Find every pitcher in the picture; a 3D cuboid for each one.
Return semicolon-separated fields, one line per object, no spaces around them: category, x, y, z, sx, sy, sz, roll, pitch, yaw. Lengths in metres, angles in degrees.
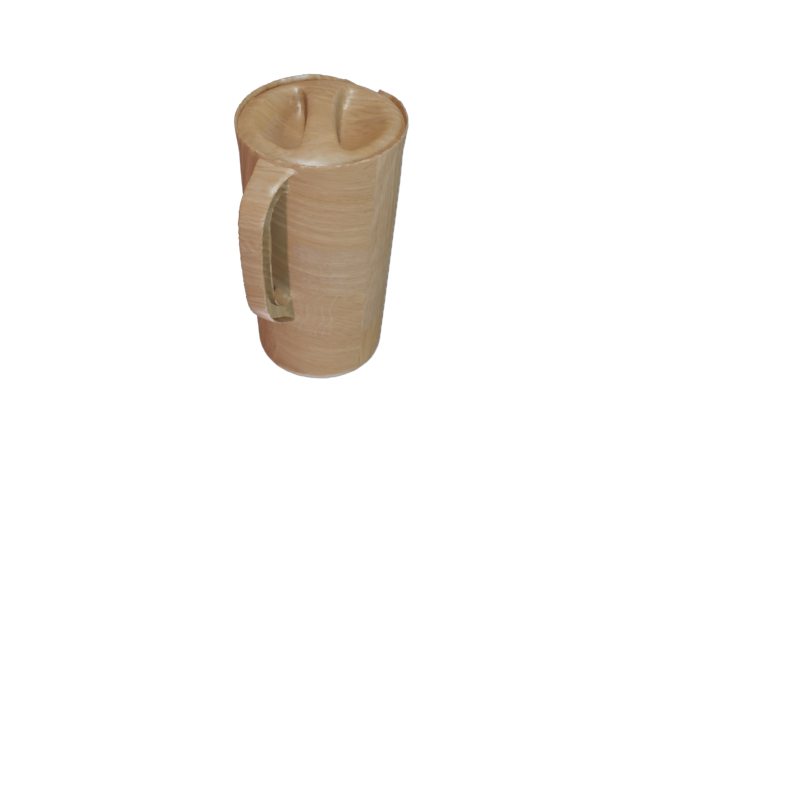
pitcher;-0.071;-0.130;0.909;0.147;0.227;0.157;-11;44;-15
